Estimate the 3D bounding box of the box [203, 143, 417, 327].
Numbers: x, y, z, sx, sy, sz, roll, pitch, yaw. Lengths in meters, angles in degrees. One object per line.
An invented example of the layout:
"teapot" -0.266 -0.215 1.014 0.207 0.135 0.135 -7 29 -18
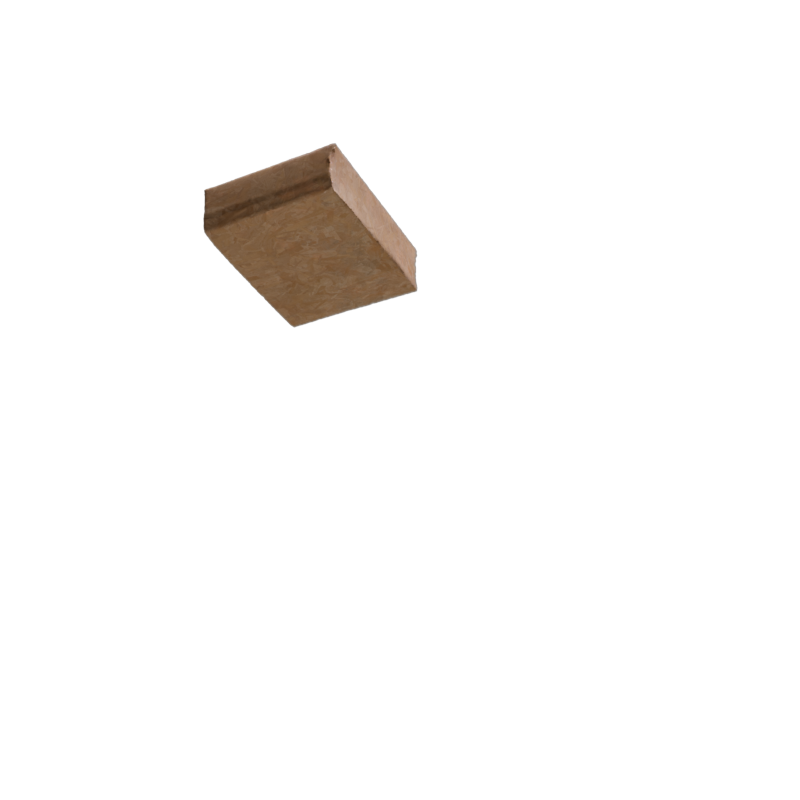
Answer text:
"box" -0.052 -0.095 0.667 0.091 0.042 0.105 -16 -36 22
